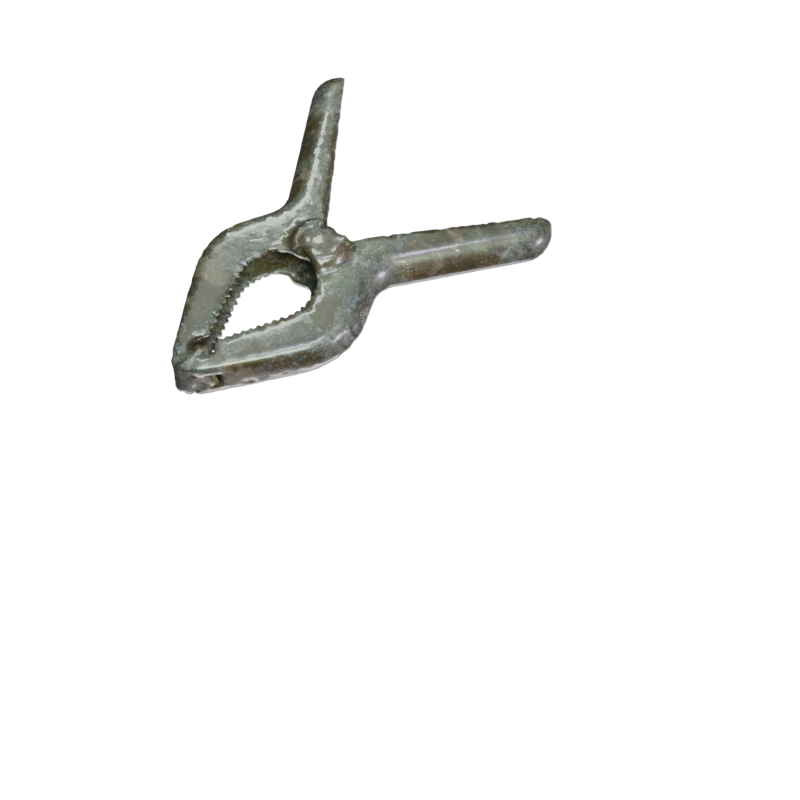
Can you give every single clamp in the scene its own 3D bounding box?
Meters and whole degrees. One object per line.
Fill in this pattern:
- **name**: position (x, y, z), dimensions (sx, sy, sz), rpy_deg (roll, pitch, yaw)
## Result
- **clamp**: position (-0.046, -0.085, 0.594), dimensions (0.211, 0.175, 0.034), rpy_deg (-36, -26, -21)
